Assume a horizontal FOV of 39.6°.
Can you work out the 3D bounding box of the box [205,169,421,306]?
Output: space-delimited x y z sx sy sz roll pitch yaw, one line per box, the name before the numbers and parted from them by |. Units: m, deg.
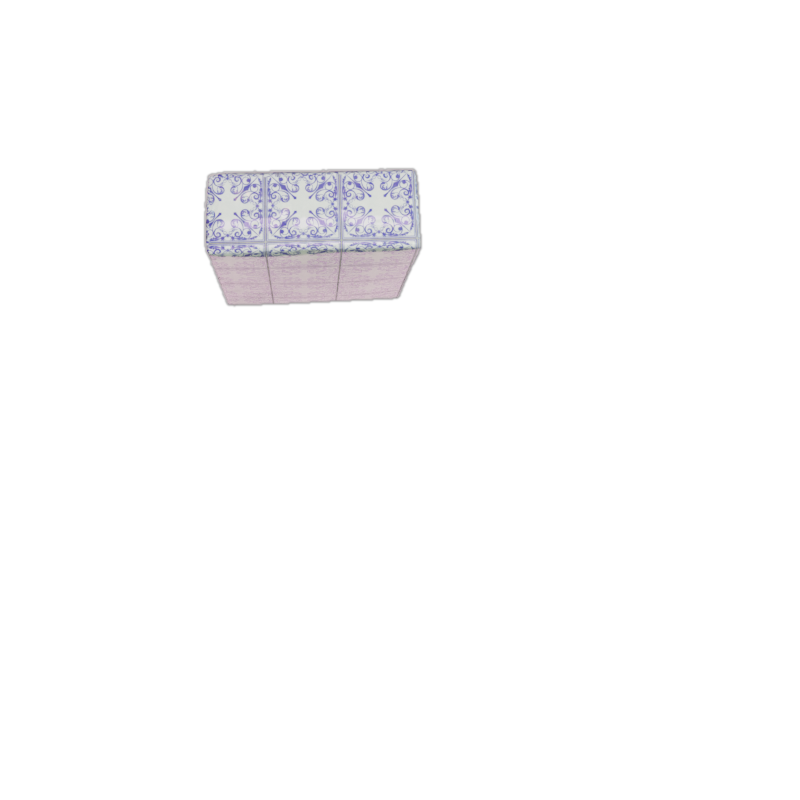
box | -0.073 -0.134 0.938 0.164 0.074 0.209 -2 -7 -3
